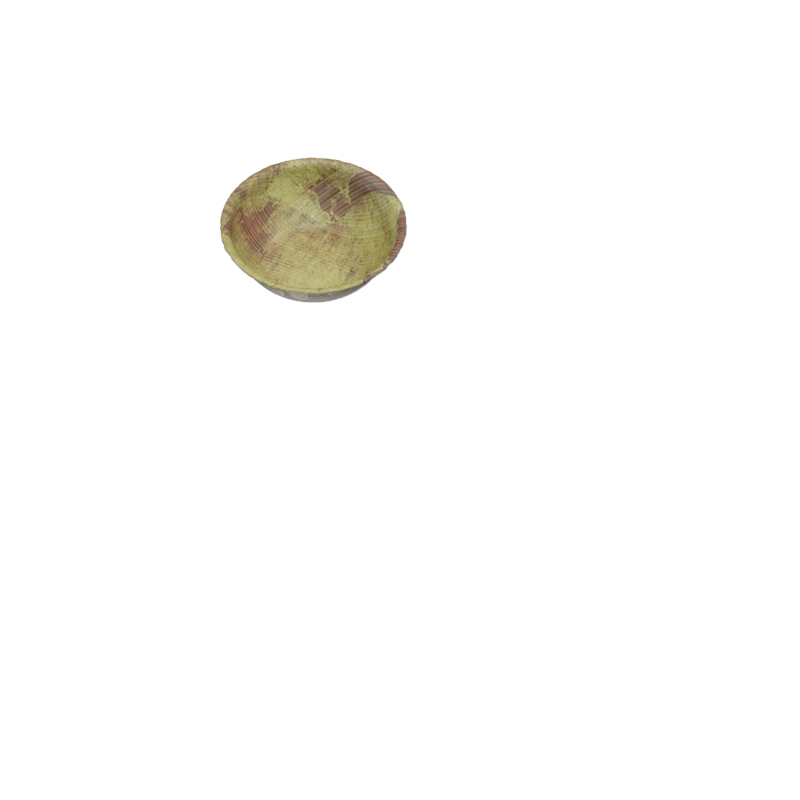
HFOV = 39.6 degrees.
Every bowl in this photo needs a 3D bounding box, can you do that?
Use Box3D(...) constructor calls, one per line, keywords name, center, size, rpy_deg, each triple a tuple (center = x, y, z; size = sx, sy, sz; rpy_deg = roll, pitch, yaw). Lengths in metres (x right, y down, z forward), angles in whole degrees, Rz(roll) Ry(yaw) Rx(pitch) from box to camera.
Box3D(name="bowl", center=(-0.076, -0.139, 0.977), size=(0.162, 0.174, 0.051), rpy_deg=(-1, -39, -1))
